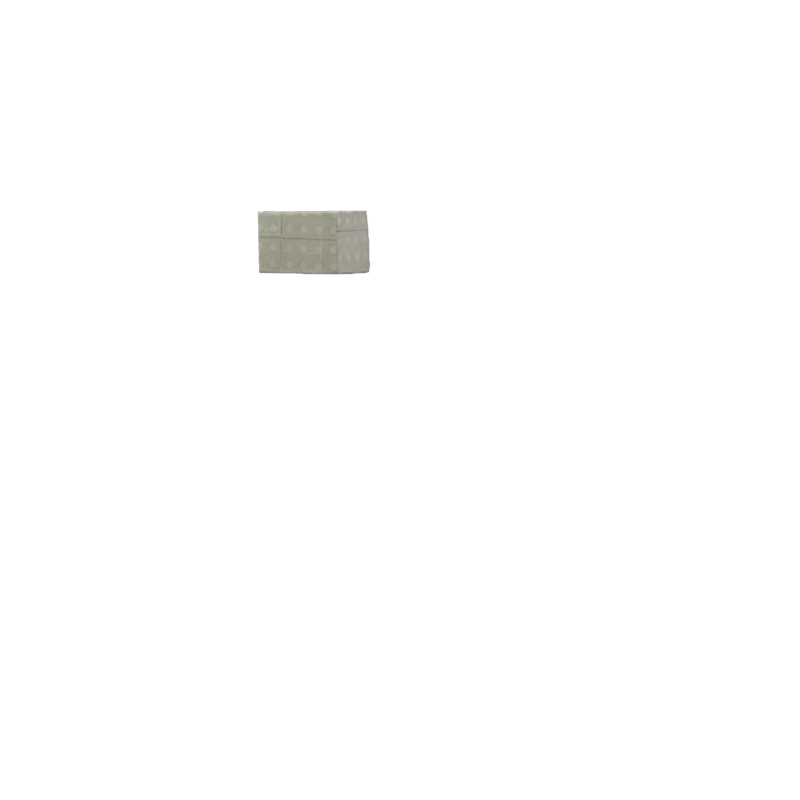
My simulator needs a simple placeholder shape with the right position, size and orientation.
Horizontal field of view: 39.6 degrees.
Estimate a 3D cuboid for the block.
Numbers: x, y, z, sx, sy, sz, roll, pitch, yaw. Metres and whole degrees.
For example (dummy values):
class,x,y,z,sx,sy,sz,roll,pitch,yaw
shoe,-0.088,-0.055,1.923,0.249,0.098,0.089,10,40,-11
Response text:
class,x,y,z,sx,sy,sz,roll,pitch,yaw
block,-0.071,-0.129,0.903,0.081,0.051,0.051,4,6,28
